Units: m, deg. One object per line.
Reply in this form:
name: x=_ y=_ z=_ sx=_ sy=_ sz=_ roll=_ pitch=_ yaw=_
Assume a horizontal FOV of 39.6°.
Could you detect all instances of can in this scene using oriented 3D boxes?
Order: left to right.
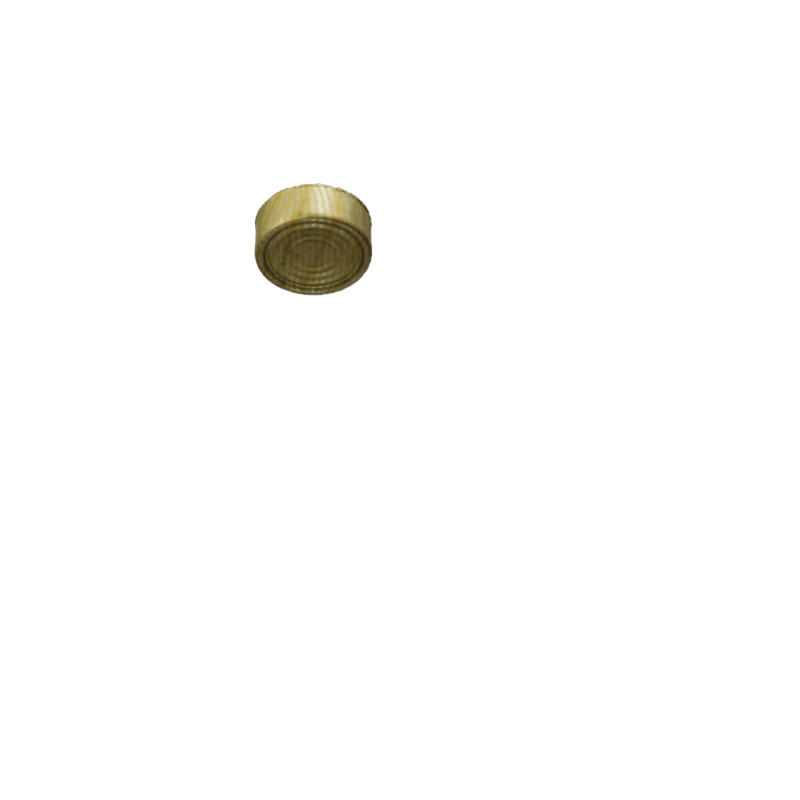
can: x=-0.063 y=-0.114 z=0.800 sx=0.086 sy=0.036 sz=0.080 roll=1 pitch=-39 yaw=-2
